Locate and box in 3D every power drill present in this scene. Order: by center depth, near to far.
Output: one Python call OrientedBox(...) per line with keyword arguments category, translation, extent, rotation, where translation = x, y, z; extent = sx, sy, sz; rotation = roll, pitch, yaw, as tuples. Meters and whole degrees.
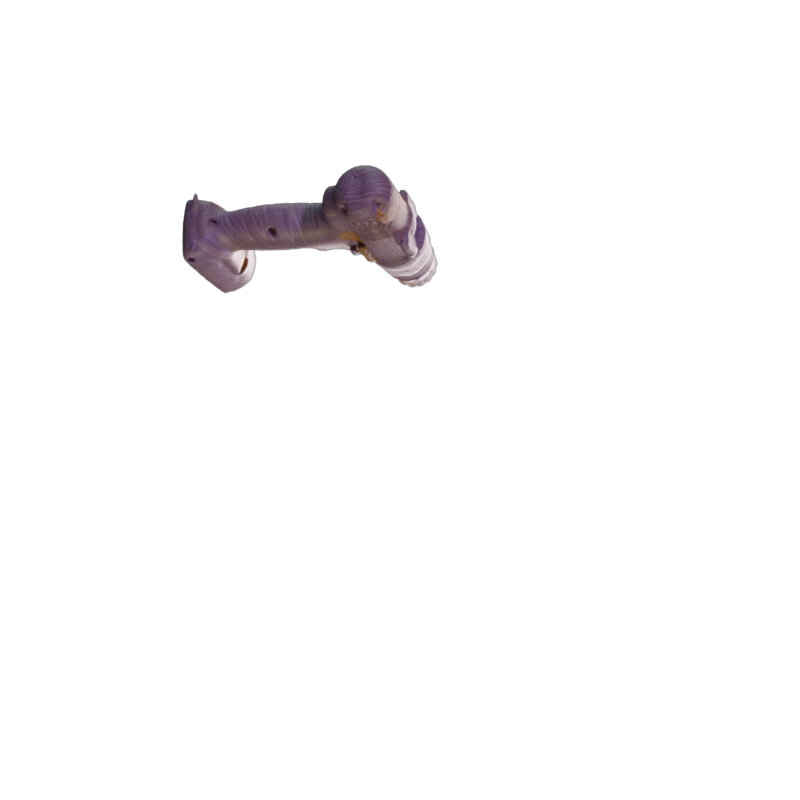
OrientedBox(category="power drill", translation=(-0.072, -0.131, 0.919), extent=(0.191, 0.060, 0.173), rotation=(-6, -19, 16))
